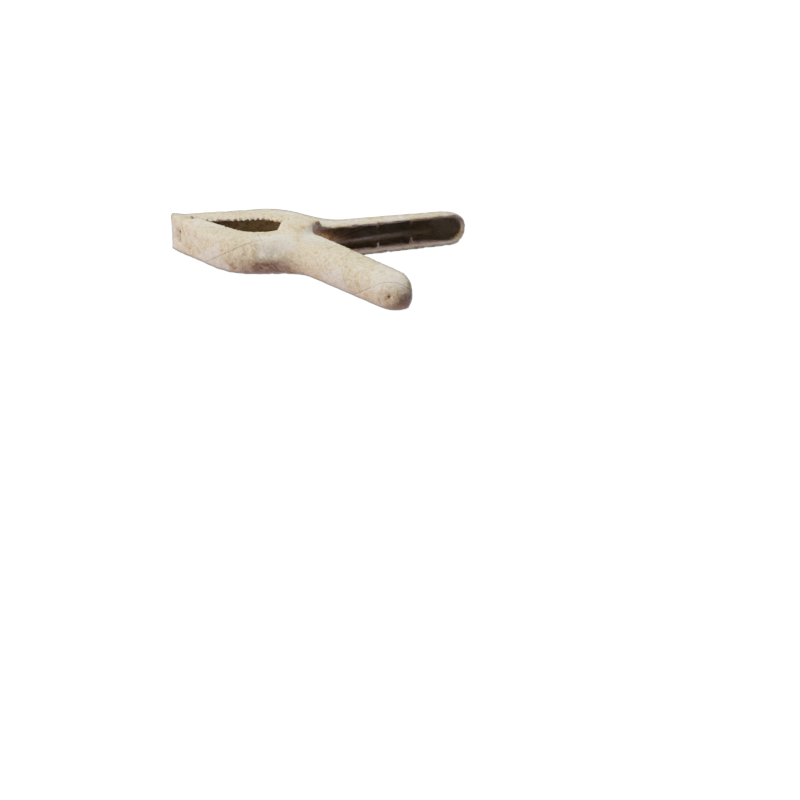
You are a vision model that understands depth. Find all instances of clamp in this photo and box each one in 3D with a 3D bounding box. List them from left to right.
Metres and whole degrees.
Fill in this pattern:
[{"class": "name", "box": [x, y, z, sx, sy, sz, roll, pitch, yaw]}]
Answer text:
[{"class": "clamp", "box": [-0.062, -0.113, 0.793, 0.218, 0.035, 0.166, 11, 25, 23]}]
